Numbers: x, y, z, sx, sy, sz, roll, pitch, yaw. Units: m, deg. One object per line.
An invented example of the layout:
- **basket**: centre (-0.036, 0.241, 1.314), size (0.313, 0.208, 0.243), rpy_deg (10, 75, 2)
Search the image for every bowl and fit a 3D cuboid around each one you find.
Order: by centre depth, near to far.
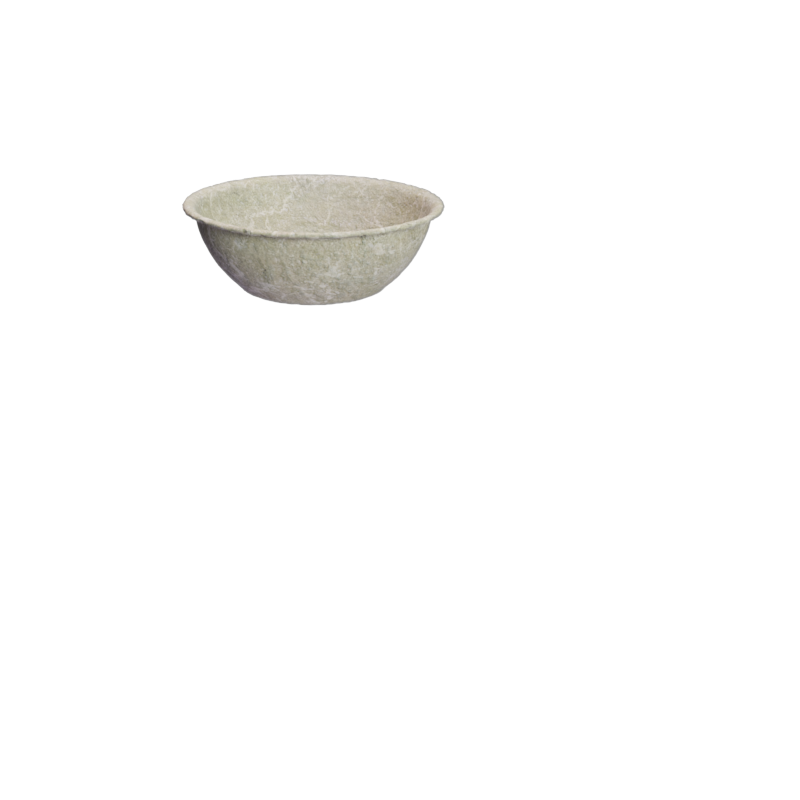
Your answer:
- **bowl**: centre (-0.054, -0.099, 0.692), size (0.162, 0.053, 0.169), rpy_deg (-1, 21, -2)
